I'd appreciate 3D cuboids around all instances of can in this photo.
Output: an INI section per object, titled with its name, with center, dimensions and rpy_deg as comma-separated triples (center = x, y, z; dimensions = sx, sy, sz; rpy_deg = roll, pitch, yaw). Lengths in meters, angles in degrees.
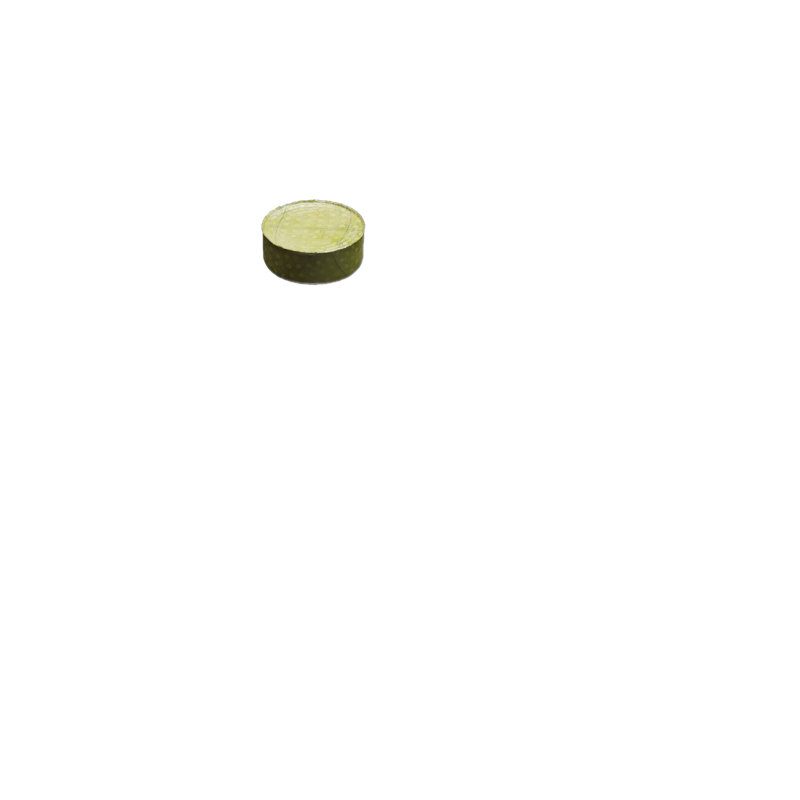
[can]
center = -0.072, -0.132, 0.921
dimensions = 0.086, 0.031, 0.092
rpy_deg = -1, 37, -2
